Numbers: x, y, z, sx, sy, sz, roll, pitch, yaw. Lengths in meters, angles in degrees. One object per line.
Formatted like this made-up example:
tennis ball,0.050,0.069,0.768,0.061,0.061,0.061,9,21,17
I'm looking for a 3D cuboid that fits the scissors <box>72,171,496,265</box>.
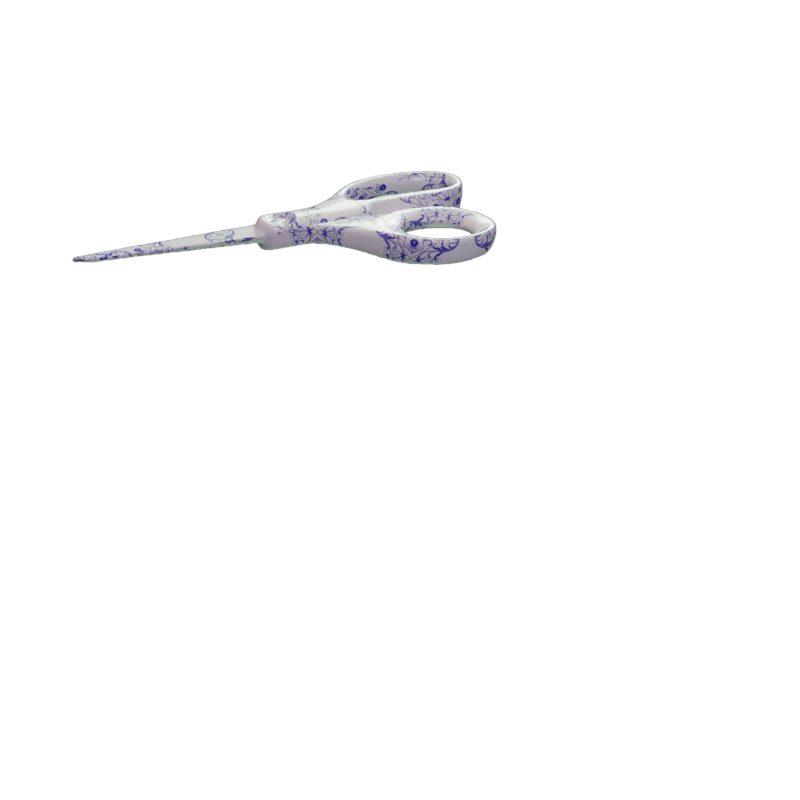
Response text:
scissors,-0.041,-0.074,0.519,0.199,0.015,0.103,-22,38,-32
